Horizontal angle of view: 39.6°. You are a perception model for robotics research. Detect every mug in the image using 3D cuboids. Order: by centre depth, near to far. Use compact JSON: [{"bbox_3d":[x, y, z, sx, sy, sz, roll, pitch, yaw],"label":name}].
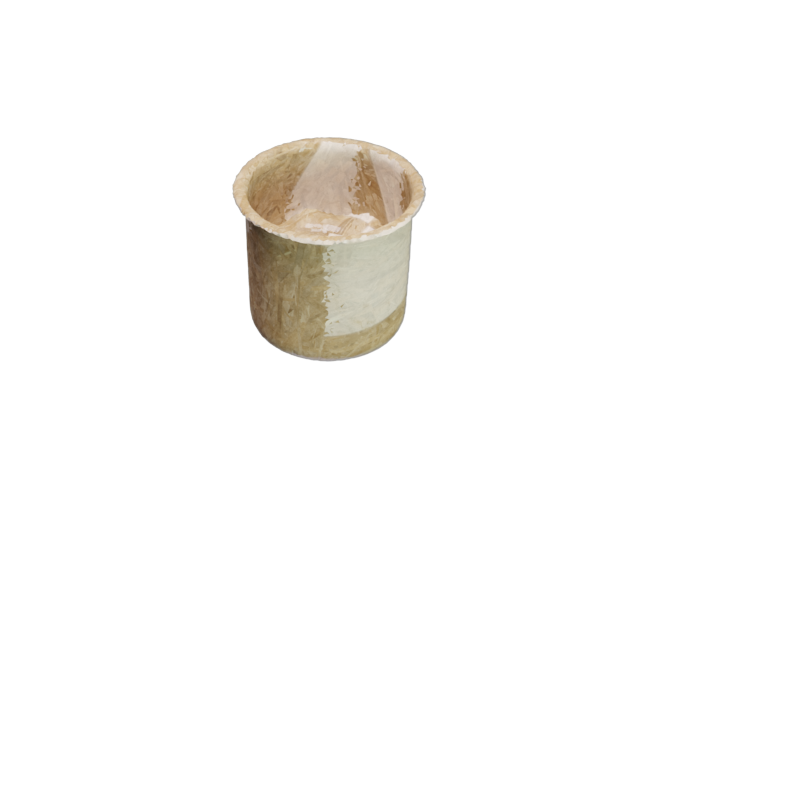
[{"bbox_3d":[-0.044,-0.081,0.565,0.093,0.076,0.126,-28,48,-31],"label":"mug"}]
